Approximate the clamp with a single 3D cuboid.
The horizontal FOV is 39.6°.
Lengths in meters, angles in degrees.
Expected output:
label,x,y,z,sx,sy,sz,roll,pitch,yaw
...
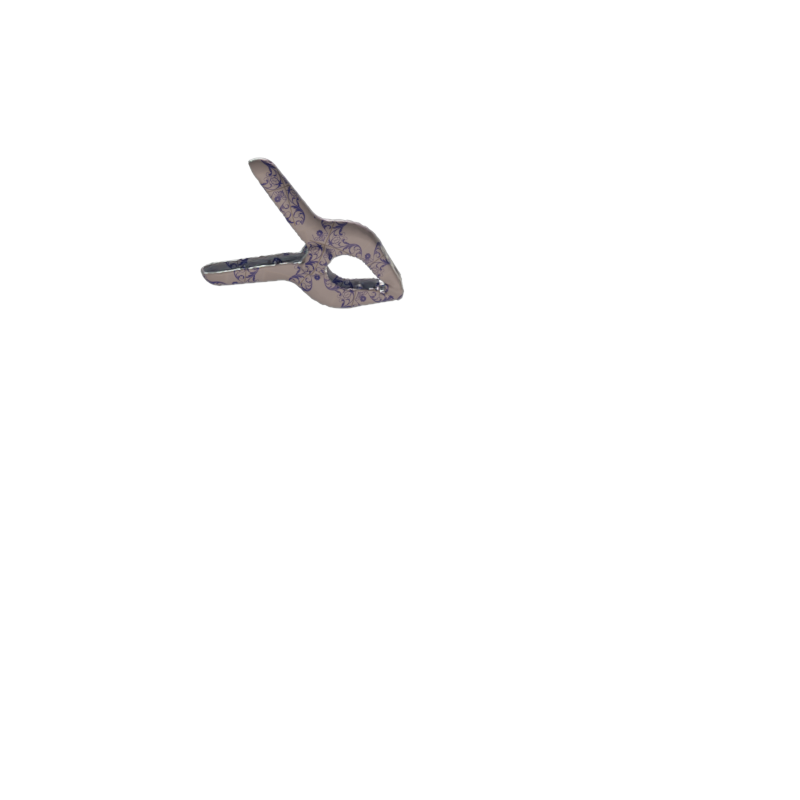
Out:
label,x,y,z,sx,sy,sz,roll,pitch,yaw
clamp,-0.073,-0.133,0.933,0.169,0.114,0.042,13,32,-8
